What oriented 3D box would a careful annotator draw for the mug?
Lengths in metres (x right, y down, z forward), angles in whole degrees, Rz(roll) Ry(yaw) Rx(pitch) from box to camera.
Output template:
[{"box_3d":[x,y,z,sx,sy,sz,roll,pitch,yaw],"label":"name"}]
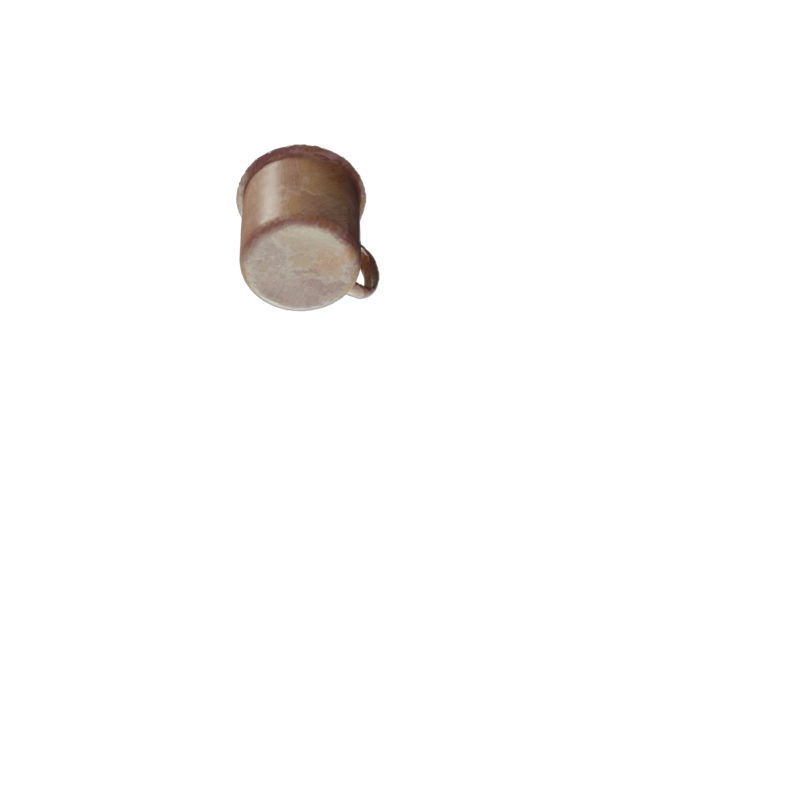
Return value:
[{"box_3d":[-0.060,-0.110,0.769,0.092,0.087,0.110,-38,-58,27],"label":"mug"}]
